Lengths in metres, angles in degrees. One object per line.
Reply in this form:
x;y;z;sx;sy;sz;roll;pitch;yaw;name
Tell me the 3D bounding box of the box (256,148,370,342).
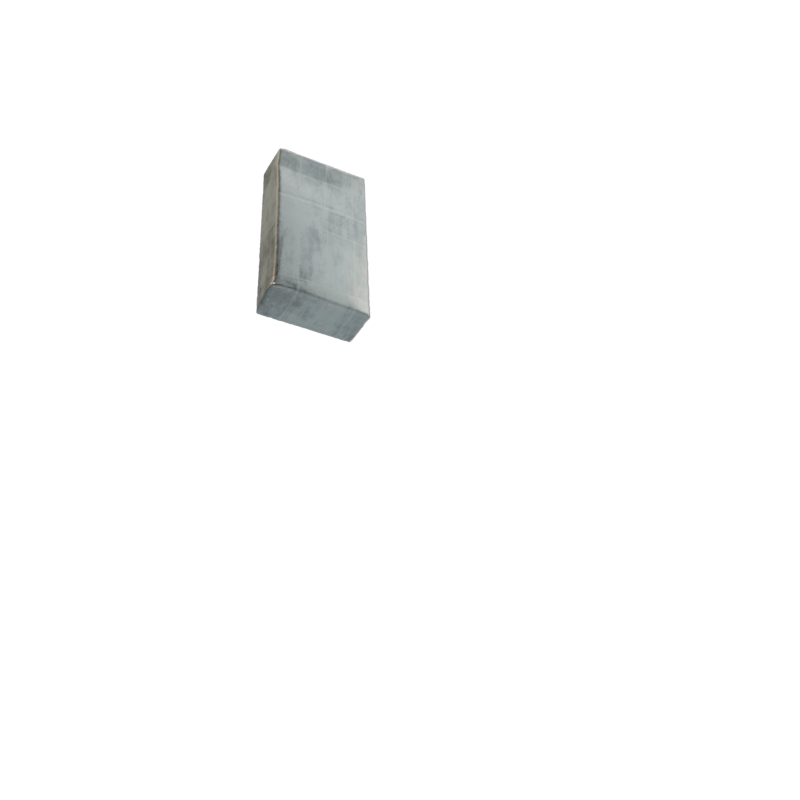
-0.078;-0.142;0.997;0.090;0.189;0.046;17;-47;-20;box
